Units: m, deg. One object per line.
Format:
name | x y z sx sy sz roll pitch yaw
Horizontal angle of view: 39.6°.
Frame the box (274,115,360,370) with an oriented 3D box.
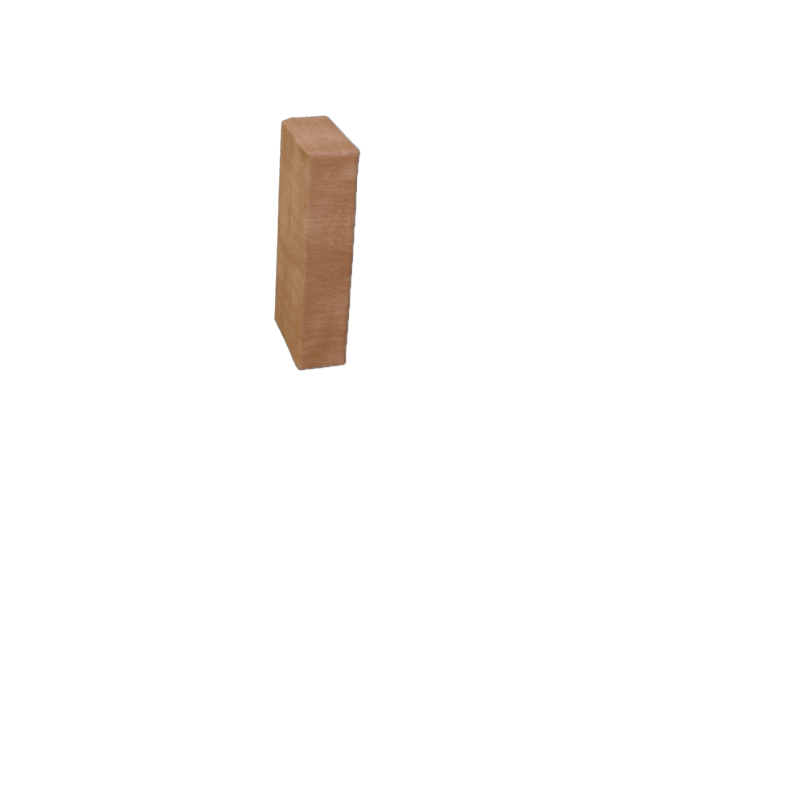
box | -0.067 -0.122 0.854 0.047 0.167 0.100 -6 26 -16
